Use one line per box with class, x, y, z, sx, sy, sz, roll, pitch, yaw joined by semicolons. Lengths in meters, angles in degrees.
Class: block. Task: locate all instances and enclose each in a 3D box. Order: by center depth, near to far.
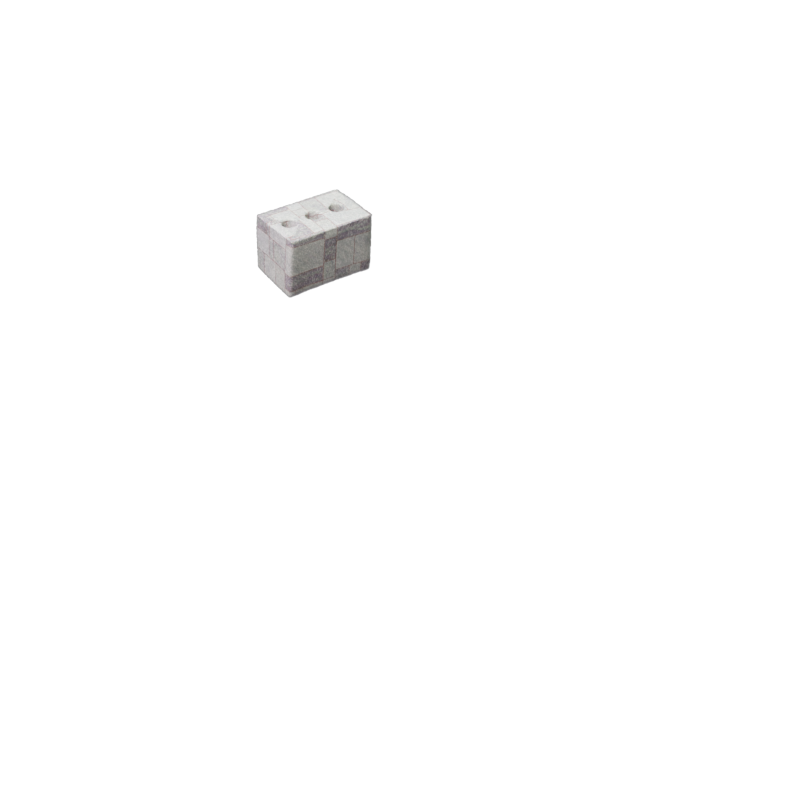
block;-0.069;-0.125;0.879;0.077;0.048;0.057;-23;43;-28
